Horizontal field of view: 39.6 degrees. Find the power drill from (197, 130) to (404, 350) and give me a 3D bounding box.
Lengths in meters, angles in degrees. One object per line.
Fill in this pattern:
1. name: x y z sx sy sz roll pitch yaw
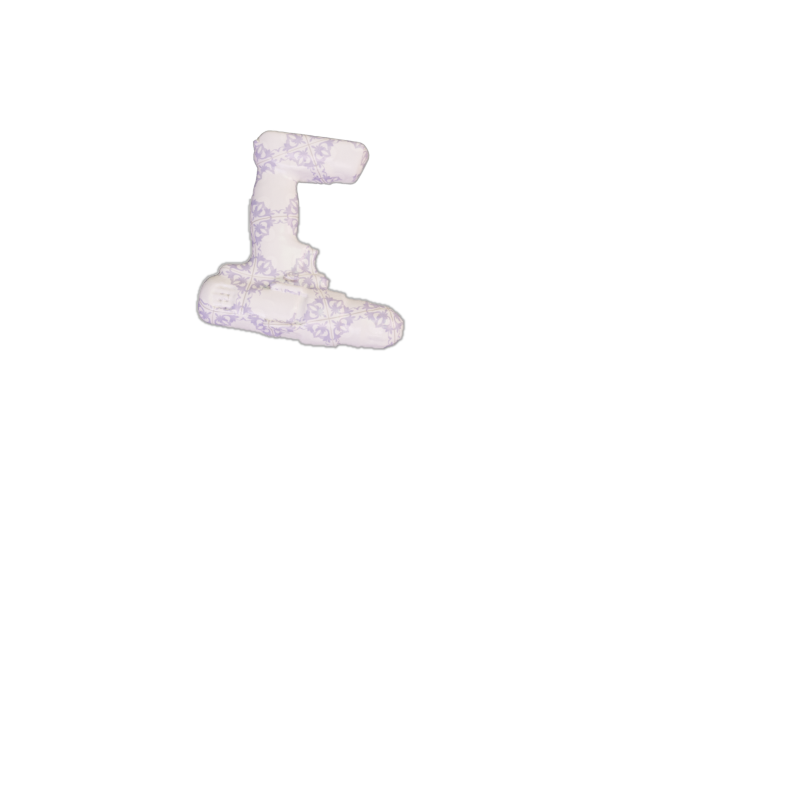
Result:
1. power drill: -0.078 -0.143 0.999 0.185 0.194 0.055 9 -15 2
